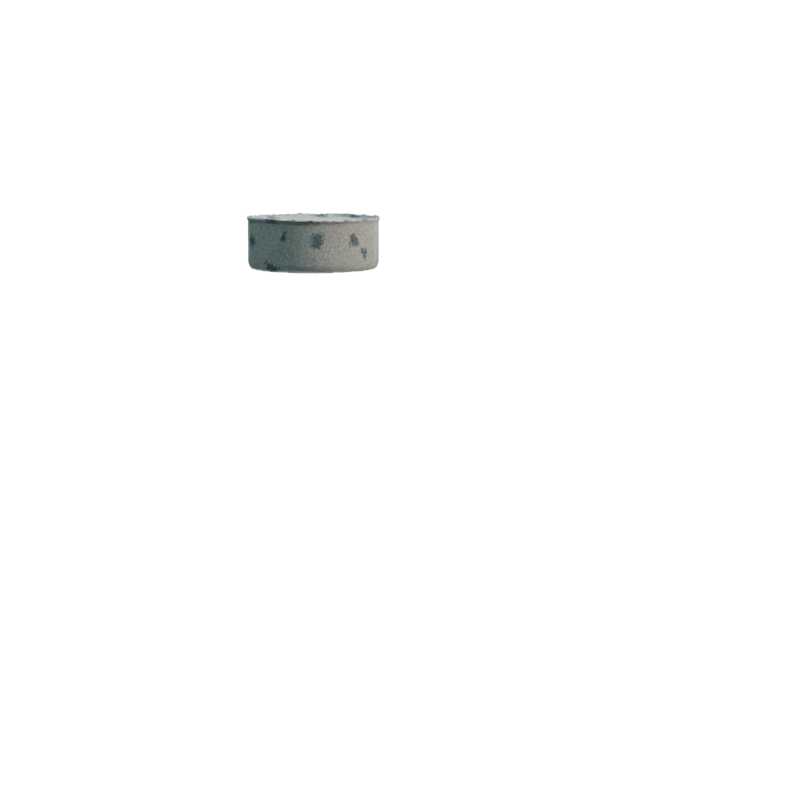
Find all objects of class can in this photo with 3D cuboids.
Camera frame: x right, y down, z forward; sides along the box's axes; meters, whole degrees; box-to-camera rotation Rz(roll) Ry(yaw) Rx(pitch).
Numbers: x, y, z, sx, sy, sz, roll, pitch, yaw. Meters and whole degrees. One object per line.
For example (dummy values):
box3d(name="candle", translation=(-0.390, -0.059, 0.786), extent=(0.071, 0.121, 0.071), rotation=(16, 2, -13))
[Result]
box3d(name="can", translation=(-0.056, -0.102, 0.716), extent=(0.086, 0.033, 0.088), rotation=(0, 11, -2))
